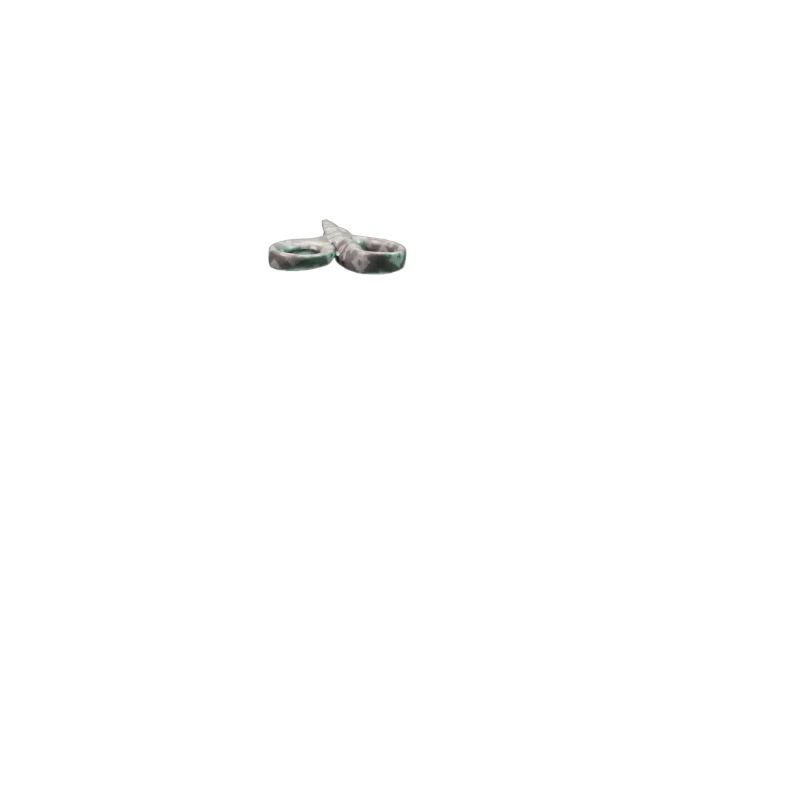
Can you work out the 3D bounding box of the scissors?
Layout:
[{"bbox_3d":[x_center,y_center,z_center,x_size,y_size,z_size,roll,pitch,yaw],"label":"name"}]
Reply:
[{"bbox_3d":[-0.060,-0.110,0.767,0.094,0.015,0.212,-6,17,-20],"label":"scissors"}]
